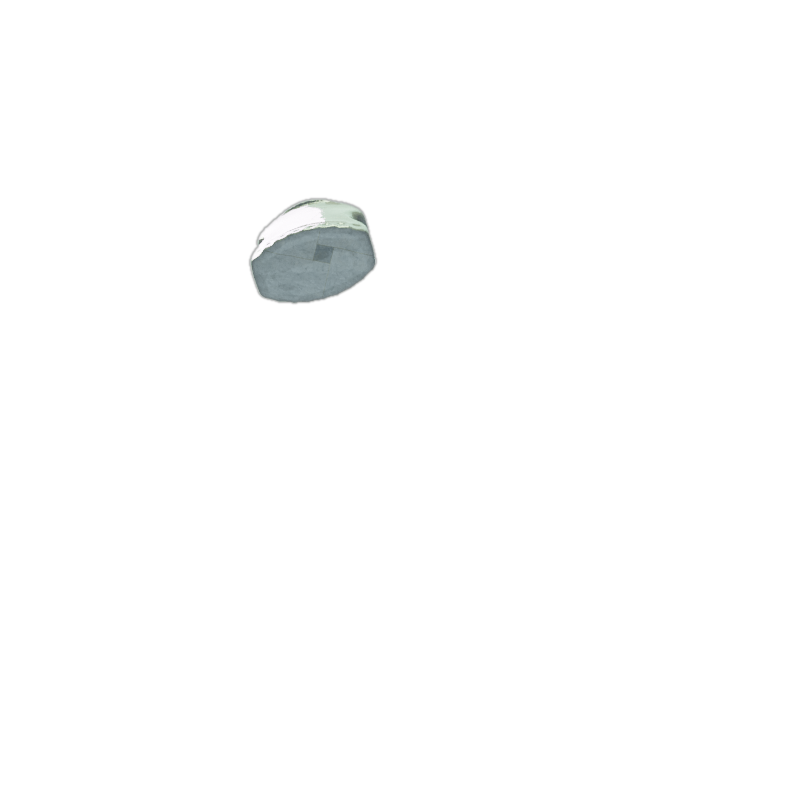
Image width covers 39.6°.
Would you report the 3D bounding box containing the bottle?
[{"bbox_3d":[-0.074,-0.134,0.942,0.096,0.056,0.199,-17,19,2],"label":"bottle"}]
